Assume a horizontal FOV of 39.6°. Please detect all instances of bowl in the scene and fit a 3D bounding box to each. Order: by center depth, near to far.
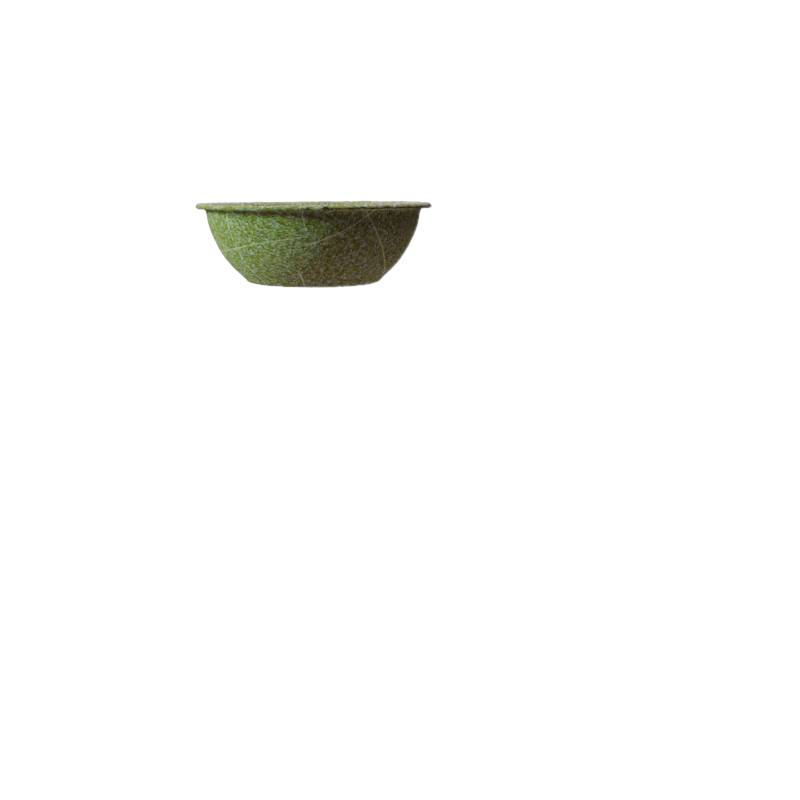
[{"bbox_3d":[-0.060,-0.109,0.763,0.162,0.054,0.165,0,11,-2],"label":"bowl"}]
